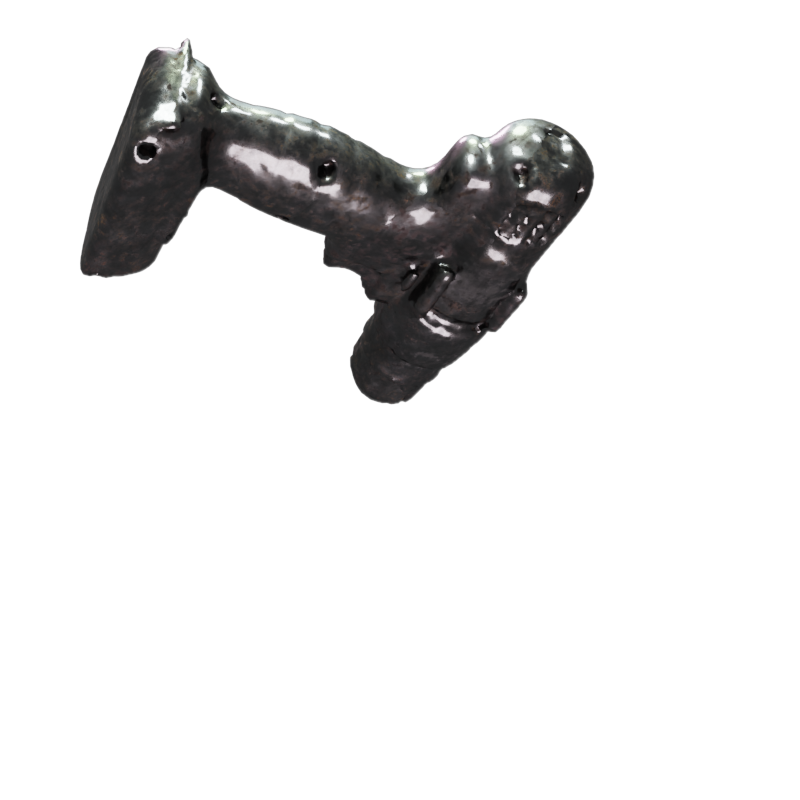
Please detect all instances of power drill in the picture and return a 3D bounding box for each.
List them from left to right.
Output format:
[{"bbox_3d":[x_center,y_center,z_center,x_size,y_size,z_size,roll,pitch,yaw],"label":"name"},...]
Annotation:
[{"bbox_3d":[-0.038,-0.069,0.481,0.182,0.061,0.177,14,-39,-18],"label":"power drill"}]
